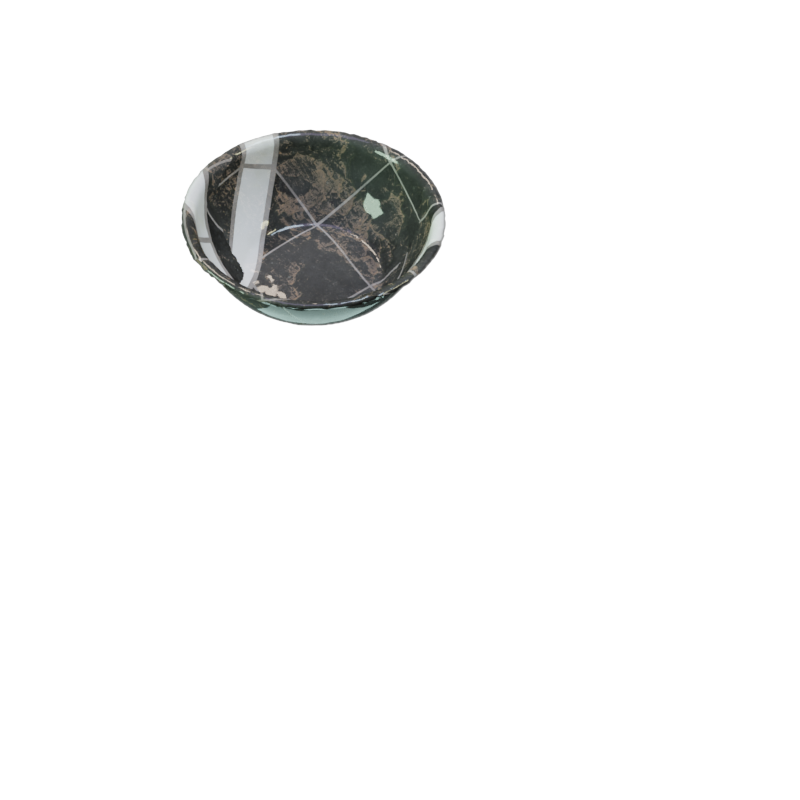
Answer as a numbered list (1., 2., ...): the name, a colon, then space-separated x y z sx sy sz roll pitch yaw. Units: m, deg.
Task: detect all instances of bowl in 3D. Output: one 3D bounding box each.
1. bowl: -0.054 -0.099 0.693 0.162 0.174 0.051 -1 -42 -1
